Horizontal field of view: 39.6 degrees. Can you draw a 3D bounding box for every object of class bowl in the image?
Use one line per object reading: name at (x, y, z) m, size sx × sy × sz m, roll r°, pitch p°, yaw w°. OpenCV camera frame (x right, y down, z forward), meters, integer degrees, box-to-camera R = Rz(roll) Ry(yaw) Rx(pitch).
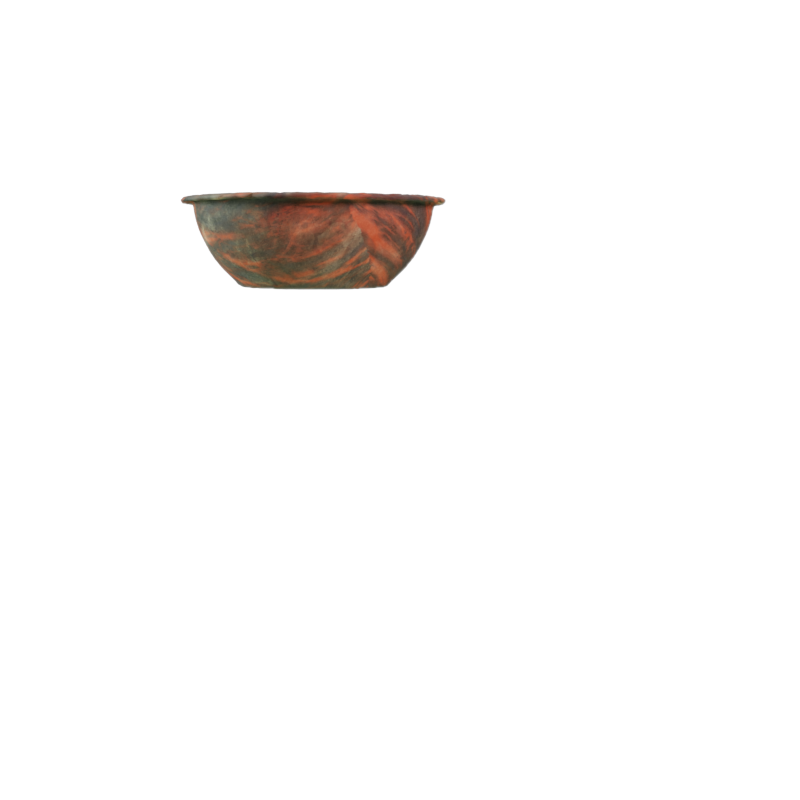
bowl at (-0.053, -0.097, 0.682) m, size 0.162 × 0.055 × 0.164 m, roll 0°, pitch 8°, yaw -2°
